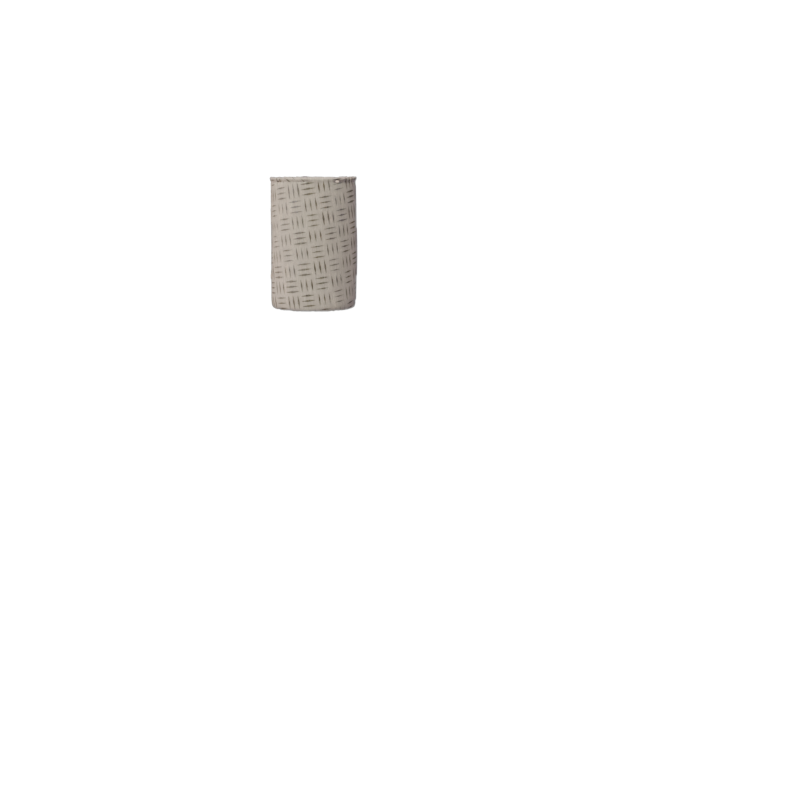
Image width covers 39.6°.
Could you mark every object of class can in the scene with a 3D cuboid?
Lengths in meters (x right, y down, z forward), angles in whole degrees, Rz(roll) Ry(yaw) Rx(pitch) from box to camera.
[{"bbox_3d":[-0.068,-0.124,0.866,0.068,0.101,0.070,0,7,-2],"label":"can"}]
